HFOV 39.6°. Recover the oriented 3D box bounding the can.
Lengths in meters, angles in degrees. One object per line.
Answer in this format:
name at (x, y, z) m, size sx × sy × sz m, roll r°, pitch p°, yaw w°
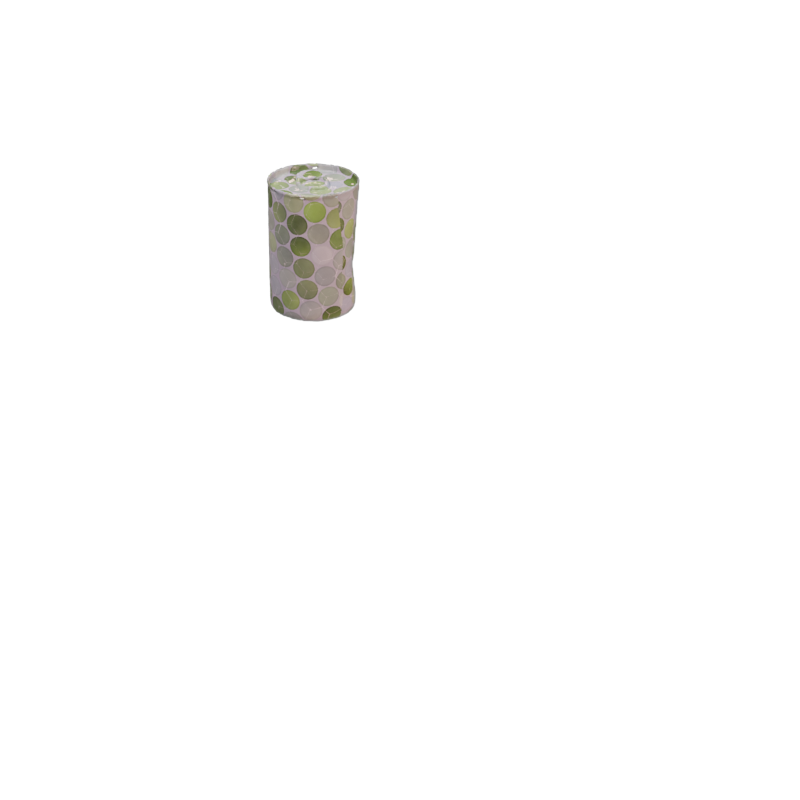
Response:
can at (-0.065, -0.119, 0.834) m, size 0.068 × 0.097 × 0.073 m, roll 0°, pitch 27°, yaw -2°
